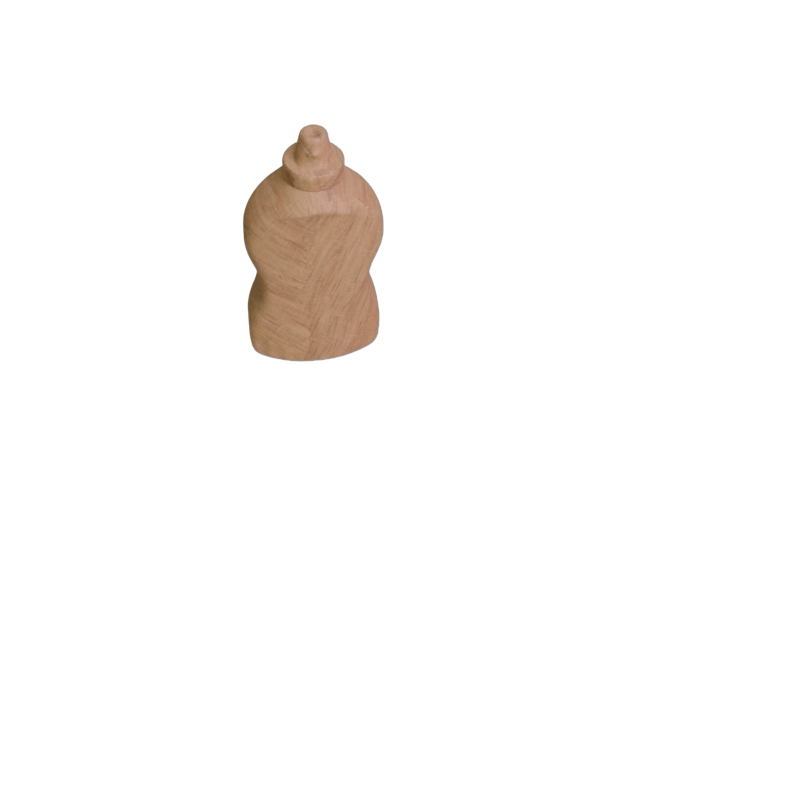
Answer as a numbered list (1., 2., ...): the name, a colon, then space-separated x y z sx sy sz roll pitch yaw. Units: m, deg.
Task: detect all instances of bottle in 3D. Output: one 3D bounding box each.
1. bottle: -0.060 -0.109 0.768 0.095 0.063 0.179 -3 -43 -6
